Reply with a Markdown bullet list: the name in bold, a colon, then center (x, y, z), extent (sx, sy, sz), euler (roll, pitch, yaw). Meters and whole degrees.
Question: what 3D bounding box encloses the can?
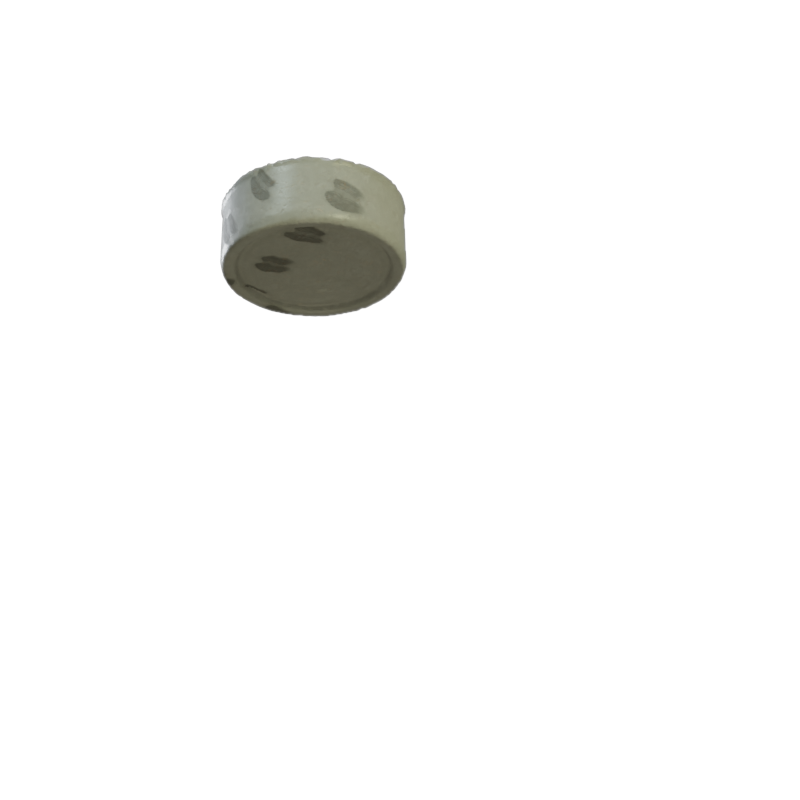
- **can**: center (-0.040, -0.073, 0.509), extent (0.086, 0.036, 0.081), euler (1, -28, -2)
